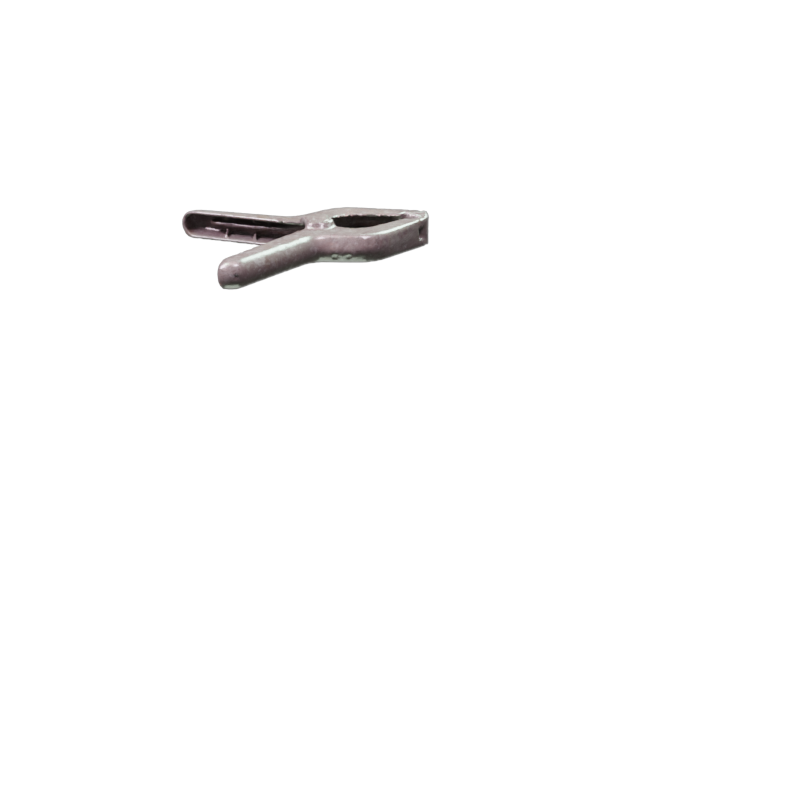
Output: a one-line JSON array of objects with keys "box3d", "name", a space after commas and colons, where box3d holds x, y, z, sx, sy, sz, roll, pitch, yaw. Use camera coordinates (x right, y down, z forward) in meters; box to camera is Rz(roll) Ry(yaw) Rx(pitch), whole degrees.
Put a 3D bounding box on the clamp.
[{"box3d": [-0.073, -0.132, 0.927, 0.207, 0.035, 0.175, -5, 25, -10], "name": "clamp"}]
